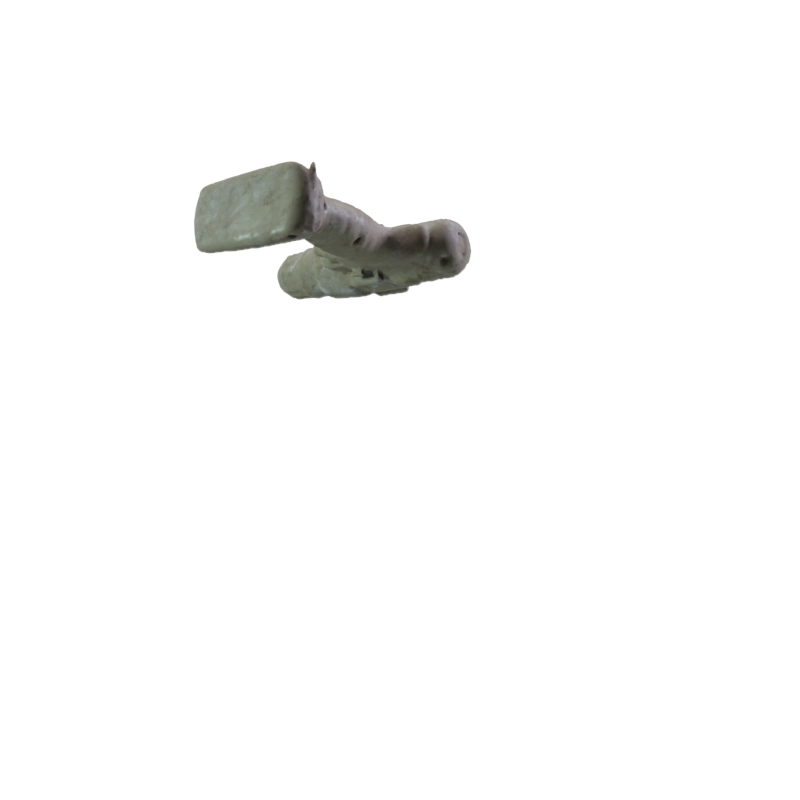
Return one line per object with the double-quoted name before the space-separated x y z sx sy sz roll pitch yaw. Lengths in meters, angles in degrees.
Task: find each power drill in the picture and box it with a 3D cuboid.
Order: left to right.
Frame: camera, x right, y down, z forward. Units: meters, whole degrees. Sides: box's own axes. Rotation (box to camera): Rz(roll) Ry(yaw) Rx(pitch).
"power drill" -0.067 -0.122 0.853 0.189 0.059 0.177 -8 -13 38
